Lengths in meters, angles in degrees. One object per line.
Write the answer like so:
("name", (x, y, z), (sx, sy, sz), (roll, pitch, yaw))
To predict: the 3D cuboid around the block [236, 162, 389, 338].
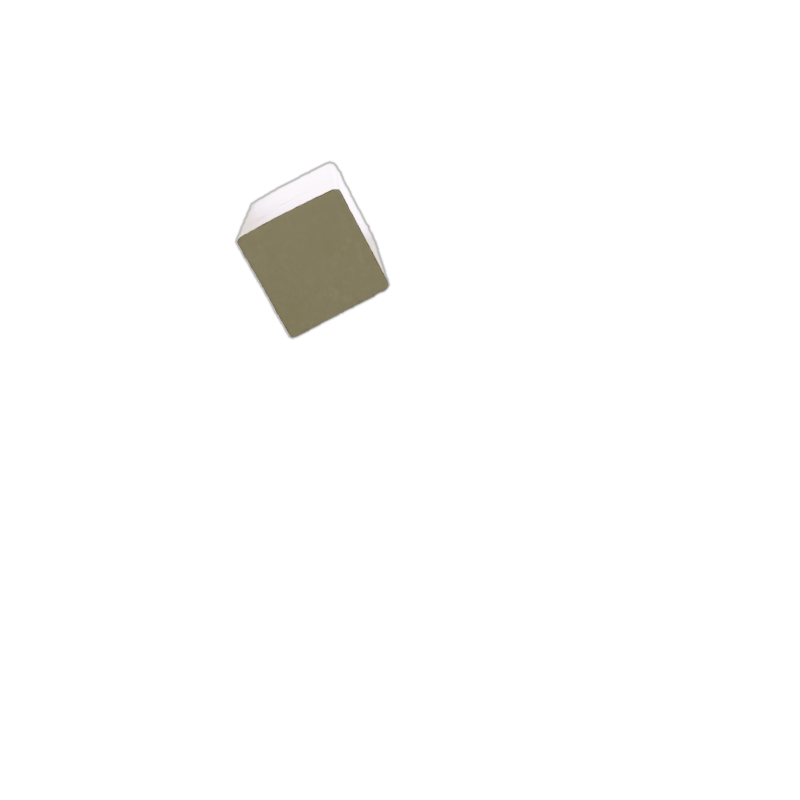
("block", (-0.073, -0.135, 0.942), (0.090, 0.088, 0.213), (-27, 16, 4))
